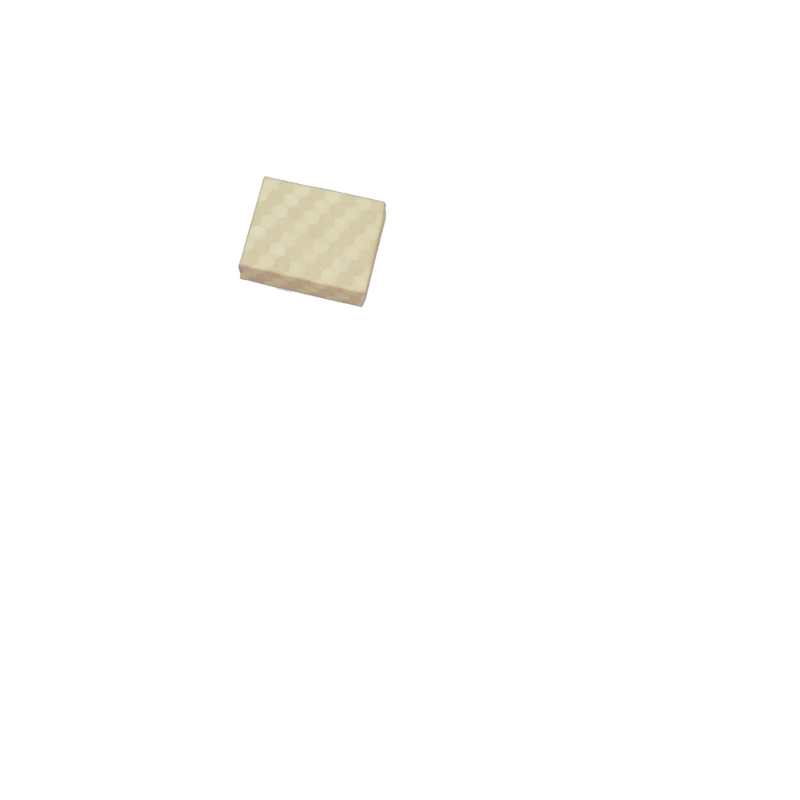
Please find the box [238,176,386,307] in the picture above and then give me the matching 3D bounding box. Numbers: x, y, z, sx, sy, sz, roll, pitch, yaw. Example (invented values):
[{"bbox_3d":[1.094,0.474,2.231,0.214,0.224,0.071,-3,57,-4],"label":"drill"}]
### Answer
[{"bbox_3d":[-0.075,-0.138,0.964,0.114,0.094,0.037,11,-25,5],"label":"box"}]
